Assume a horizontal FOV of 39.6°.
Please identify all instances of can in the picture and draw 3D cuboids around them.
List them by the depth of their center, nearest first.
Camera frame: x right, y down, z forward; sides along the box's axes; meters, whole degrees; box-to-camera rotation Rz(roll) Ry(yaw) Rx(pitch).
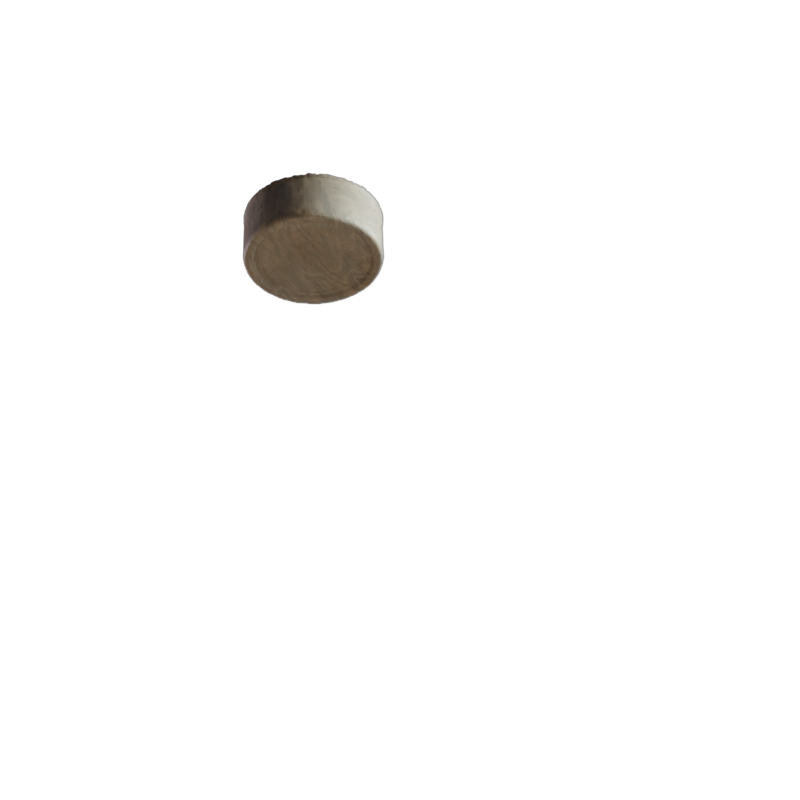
[{"bbox_3d":[-0.052,-0.095,0.668,0.086,0.036,0.080,1,-36,-2],"label":"can"}]
